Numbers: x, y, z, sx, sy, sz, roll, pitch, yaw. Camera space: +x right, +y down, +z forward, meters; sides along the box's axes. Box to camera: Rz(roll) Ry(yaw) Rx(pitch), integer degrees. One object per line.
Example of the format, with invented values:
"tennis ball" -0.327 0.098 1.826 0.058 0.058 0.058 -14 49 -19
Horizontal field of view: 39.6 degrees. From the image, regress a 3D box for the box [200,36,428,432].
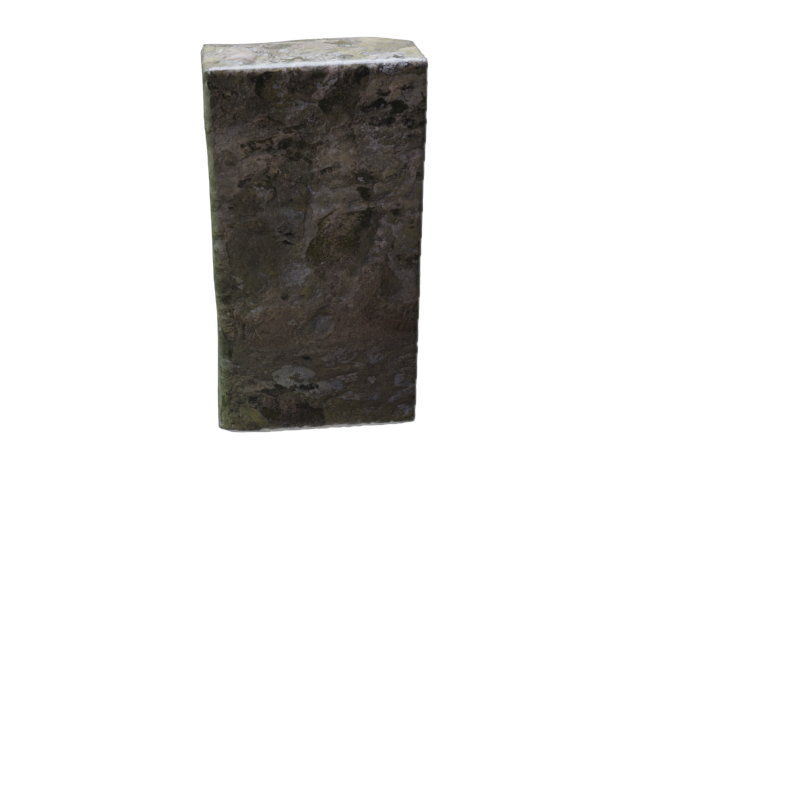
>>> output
"box" -0.038 -0.071 0.493 0.092 0.167 0.051 -2 26 -7
